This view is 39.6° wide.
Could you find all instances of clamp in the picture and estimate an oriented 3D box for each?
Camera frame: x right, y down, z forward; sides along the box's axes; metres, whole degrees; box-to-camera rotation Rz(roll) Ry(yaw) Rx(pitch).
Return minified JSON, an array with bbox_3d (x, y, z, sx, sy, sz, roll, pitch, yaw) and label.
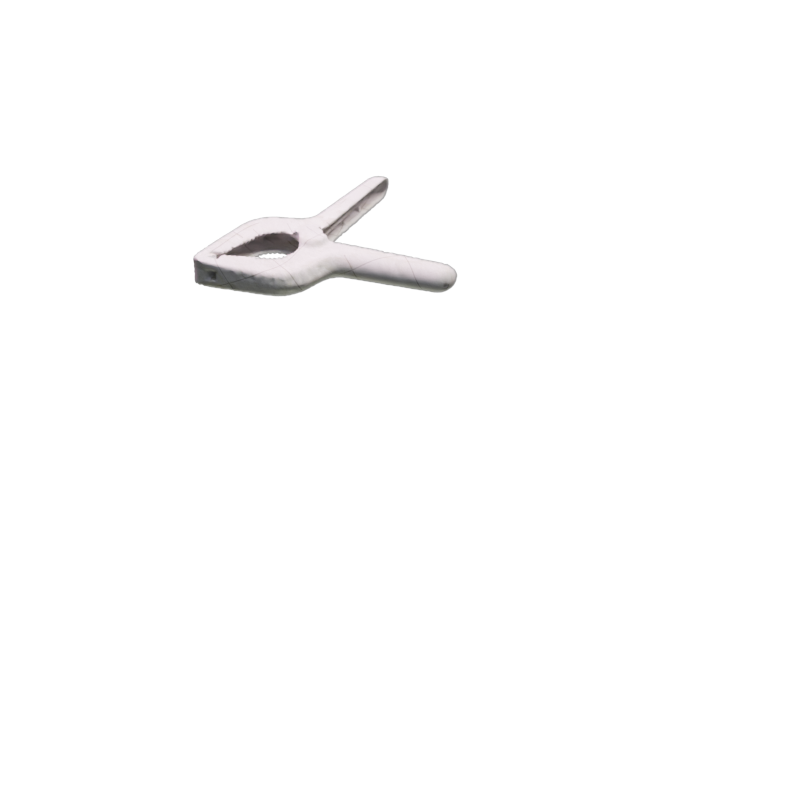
[{"bbox_3d":[-0.075,-0.136,0.952,0.208,0.034,0.178,-8,40,-10],"label":"clamp"}]
